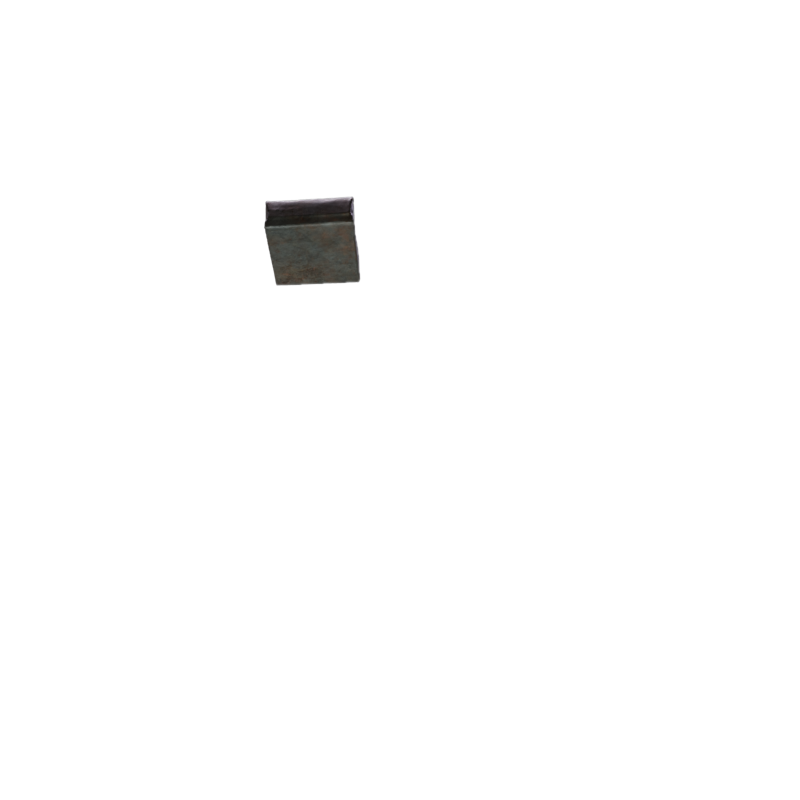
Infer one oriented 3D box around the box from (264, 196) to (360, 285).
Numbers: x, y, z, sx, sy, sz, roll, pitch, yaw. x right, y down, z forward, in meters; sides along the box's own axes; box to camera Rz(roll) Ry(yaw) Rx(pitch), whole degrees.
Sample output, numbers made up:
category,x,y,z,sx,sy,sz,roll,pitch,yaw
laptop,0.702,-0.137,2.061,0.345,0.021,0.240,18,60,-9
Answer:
category,x,y,z,sx,sy,sz,roll,pitch,yaw
box,-0.073,-0.132,0.926,0.073,0.032,0.083,-2,-32,2
